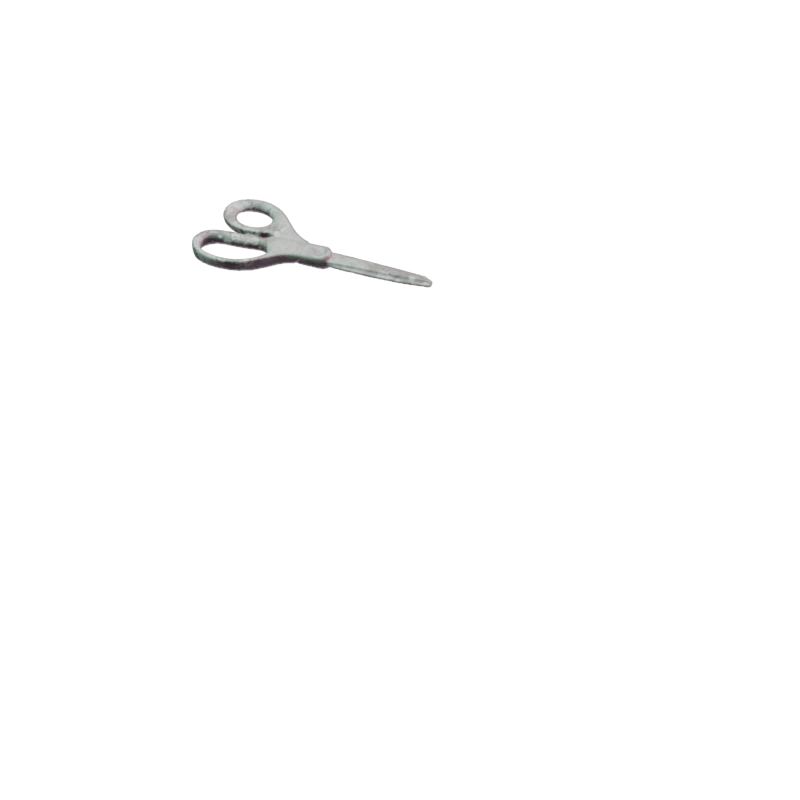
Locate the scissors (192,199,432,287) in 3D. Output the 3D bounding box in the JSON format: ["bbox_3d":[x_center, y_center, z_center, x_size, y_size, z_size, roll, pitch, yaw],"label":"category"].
[{"bbox_3d":[-0.073,-0.134,0.938,0.203,0.015,0.103,4,44,4],"label":"scissors"}]
